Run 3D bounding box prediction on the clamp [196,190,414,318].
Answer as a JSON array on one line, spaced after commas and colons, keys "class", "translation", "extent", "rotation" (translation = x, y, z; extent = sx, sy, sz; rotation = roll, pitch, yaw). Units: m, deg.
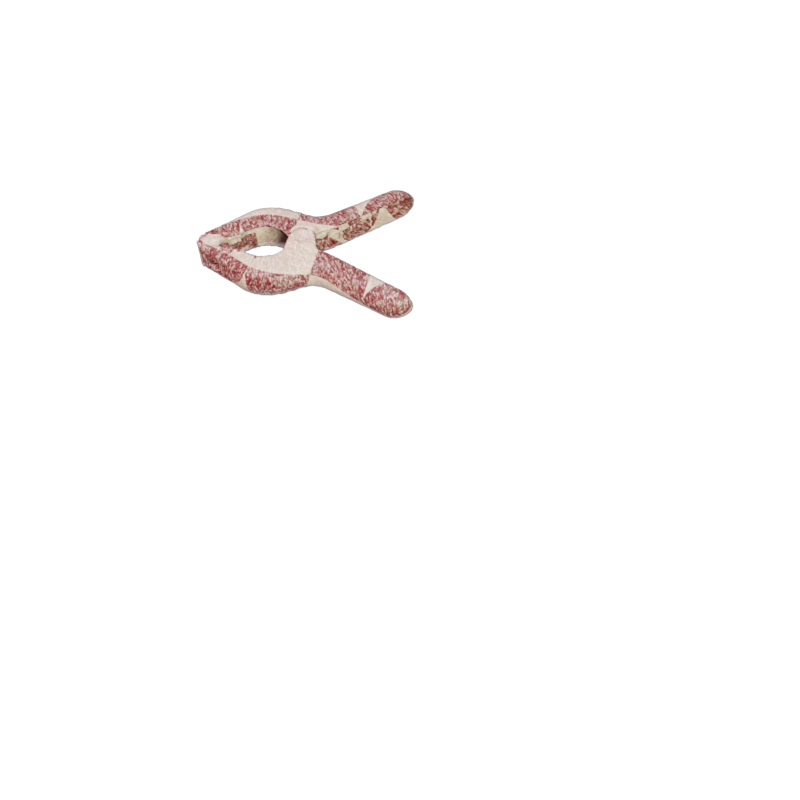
[{"class": "clamp", "translation": [-0.067, -0.122, 0.856], "extent": [0.174, 0.127, 0.036], "rotation": [9, -43, 8]}]
